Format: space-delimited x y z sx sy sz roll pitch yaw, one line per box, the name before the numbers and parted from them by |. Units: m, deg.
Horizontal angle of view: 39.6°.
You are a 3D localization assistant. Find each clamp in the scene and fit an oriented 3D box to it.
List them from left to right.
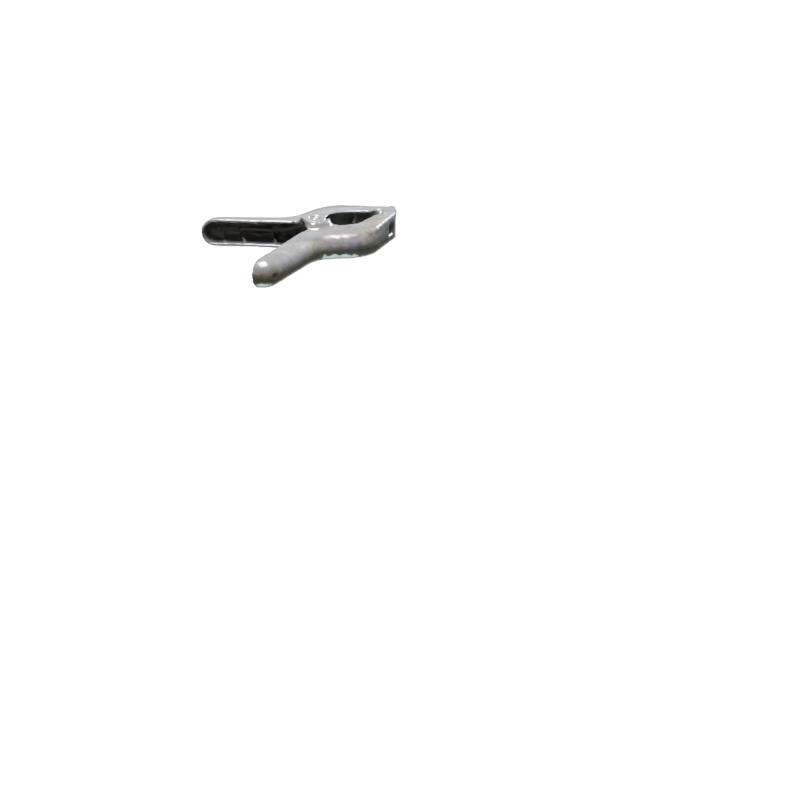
clamp | -0.074 -0.136 0.949 0.169 0.037 0.130 -12 36 -17
